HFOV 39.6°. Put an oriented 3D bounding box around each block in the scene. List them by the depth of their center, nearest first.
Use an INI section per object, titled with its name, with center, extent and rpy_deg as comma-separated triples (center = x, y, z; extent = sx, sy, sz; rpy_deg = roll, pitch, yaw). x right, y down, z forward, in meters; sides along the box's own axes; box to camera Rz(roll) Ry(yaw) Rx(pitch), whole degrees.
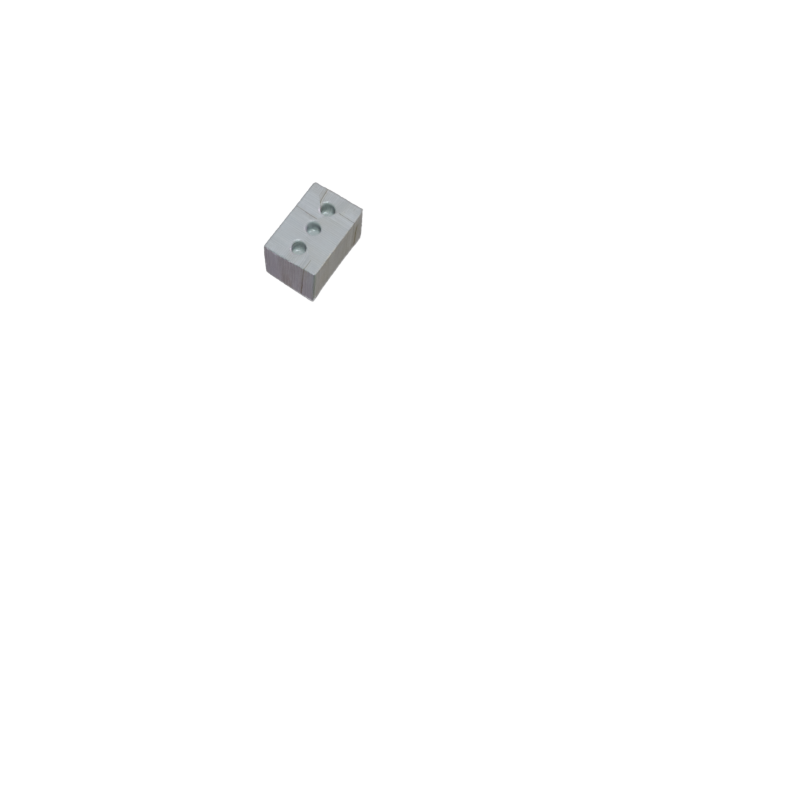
[block]
center = -0.075, -0.137, 0.956
extent = 0.054, 0.080, 0.049
rpy_deg = 30, -21, 10
